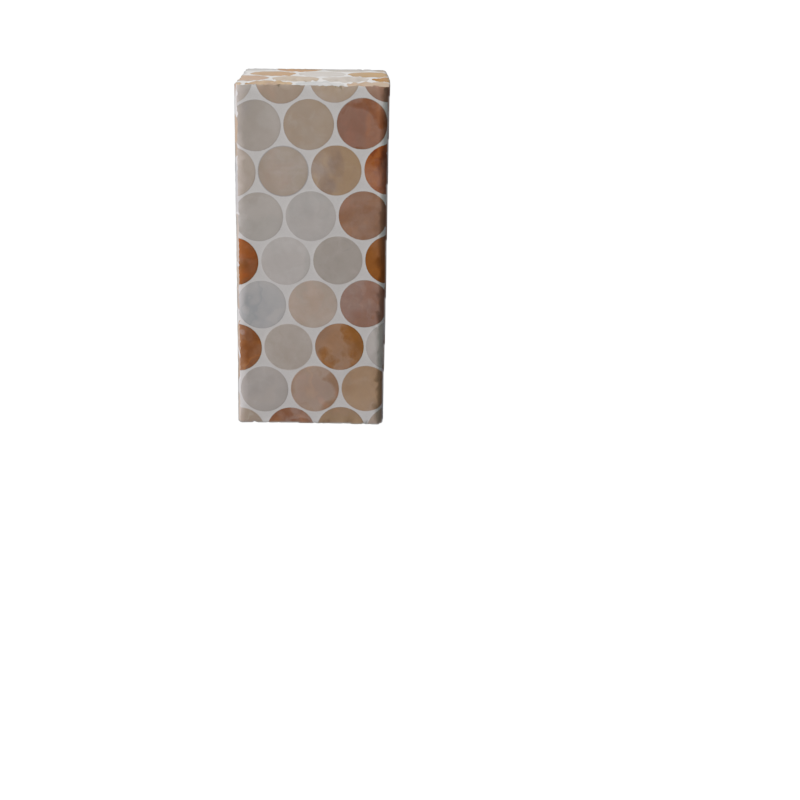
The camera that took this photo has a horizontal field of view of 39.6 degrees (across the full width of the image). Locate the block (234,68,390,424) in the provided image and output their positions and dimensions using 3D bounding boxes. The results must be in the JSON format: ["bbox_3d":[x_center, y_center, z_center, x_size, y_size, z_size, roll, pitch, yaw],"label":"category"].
[{"bbox_3d":[-0.054,-0.099,0.692,0.091,0.199,0.094,1,16,-1],"label":"block"}]
